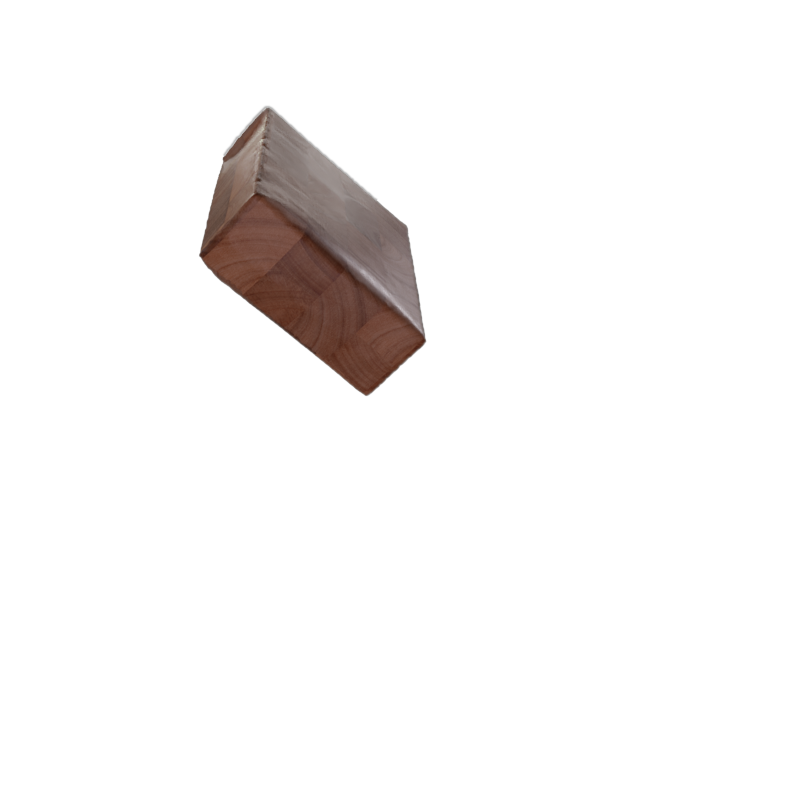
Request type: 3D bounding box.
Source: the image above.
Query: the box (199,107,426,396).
[{"bbox_3d":[-0.067,-0.122,0.855,0.157,0.071,0.226,38,20,-20],"label":"box"}]
